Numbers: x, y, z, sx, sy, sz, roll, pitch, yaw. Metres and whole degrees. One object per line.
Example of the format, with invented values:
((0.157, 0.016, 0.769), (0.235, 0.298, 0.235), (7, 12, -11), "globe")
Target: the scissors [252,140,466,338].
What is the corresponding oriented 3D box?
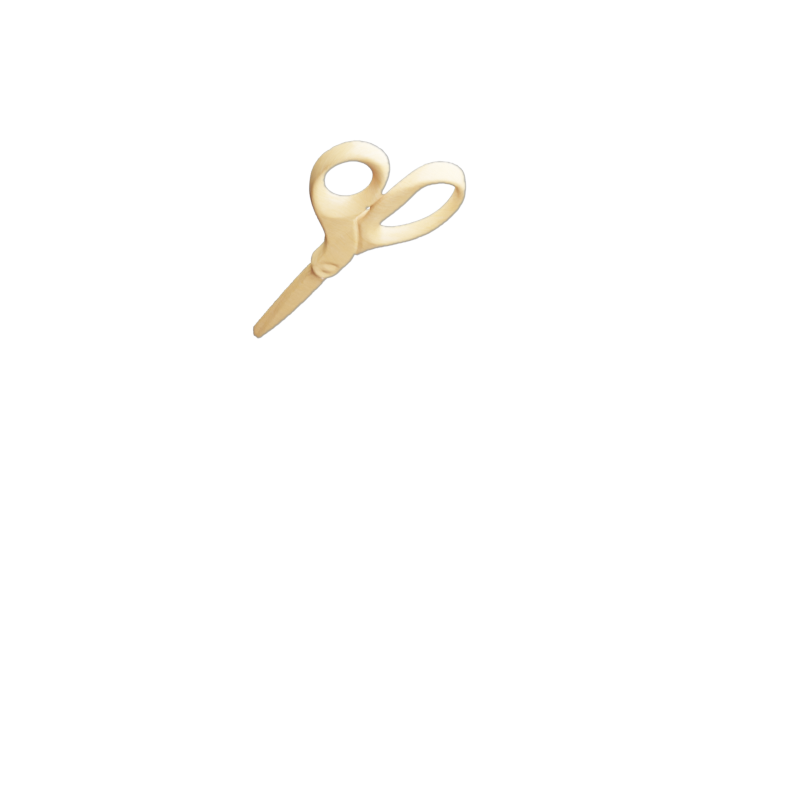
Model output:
((-0.052, -0.095, 0.664), (0.202, 0.017, 0.090), (-26, -41, 34), "scissors")
